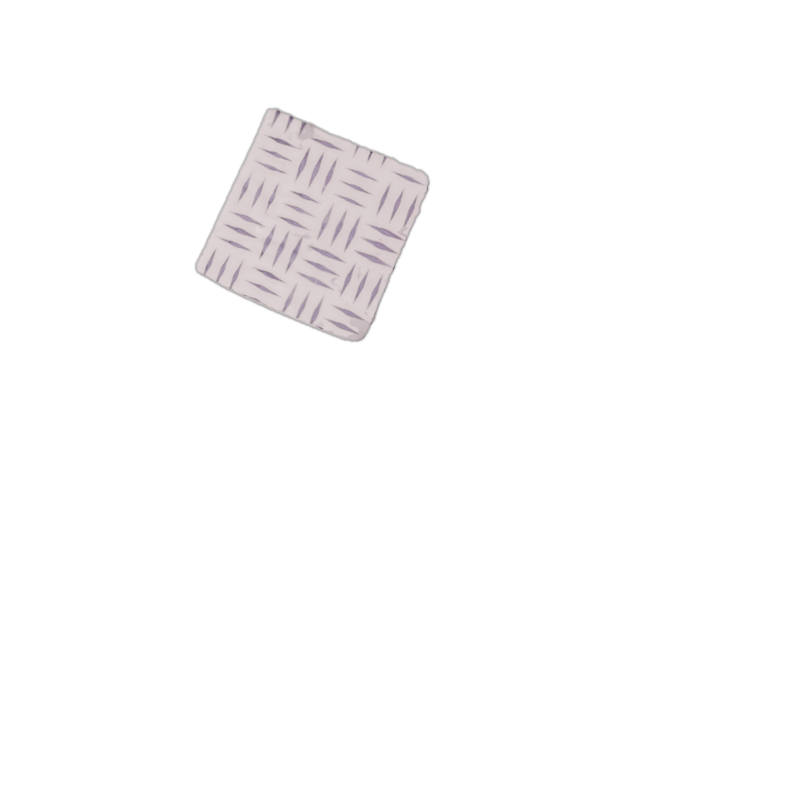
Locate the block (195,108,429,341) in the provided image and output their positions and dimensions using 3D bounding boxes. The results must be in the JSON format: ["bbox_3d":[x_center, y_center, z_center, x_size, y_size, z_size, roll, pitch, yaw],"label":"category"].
[{"bbox_3d":[-0.049,-0.090,0.635,0.090,0.091,0.206,23,0,-4],"label":"block"}]
